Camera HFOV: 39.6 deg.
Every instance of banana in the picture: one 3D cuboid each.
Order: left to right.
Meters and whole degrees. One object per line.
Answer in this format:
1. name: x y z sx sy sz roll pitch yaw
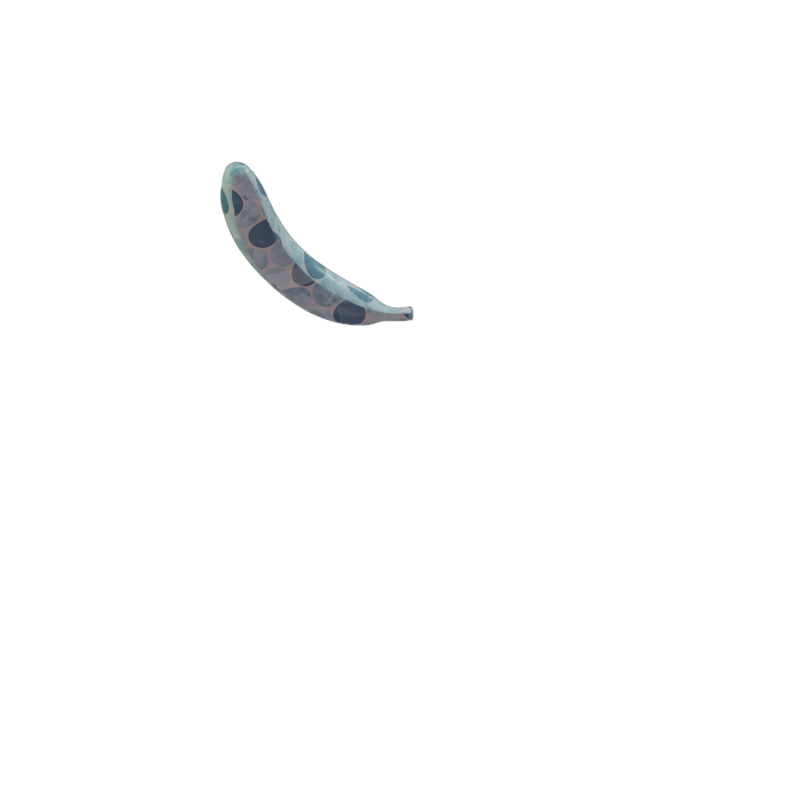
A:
1. banana: -0.076 -0.107 0.823 0.069 0.039 0.185 -31 -50 29
